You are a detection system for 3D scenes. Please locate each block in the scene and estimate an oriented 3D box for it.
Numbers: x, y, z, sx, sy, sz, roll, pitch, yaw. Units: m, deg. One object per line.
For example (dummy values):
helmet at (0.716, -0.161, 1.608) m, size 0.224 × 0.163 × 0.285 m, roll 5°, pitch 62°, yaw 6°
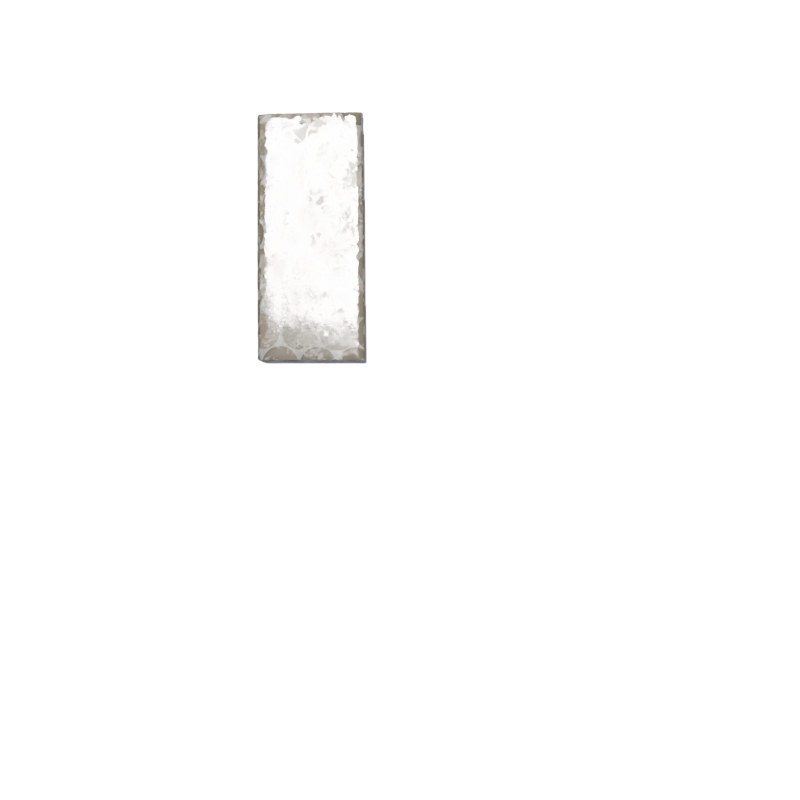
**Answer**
block at (-0.075, -0.136, 0.955) m, size 0.091 × 0.210 × 0.088 m, roll -1°, pitch -7°, yaw 1°
